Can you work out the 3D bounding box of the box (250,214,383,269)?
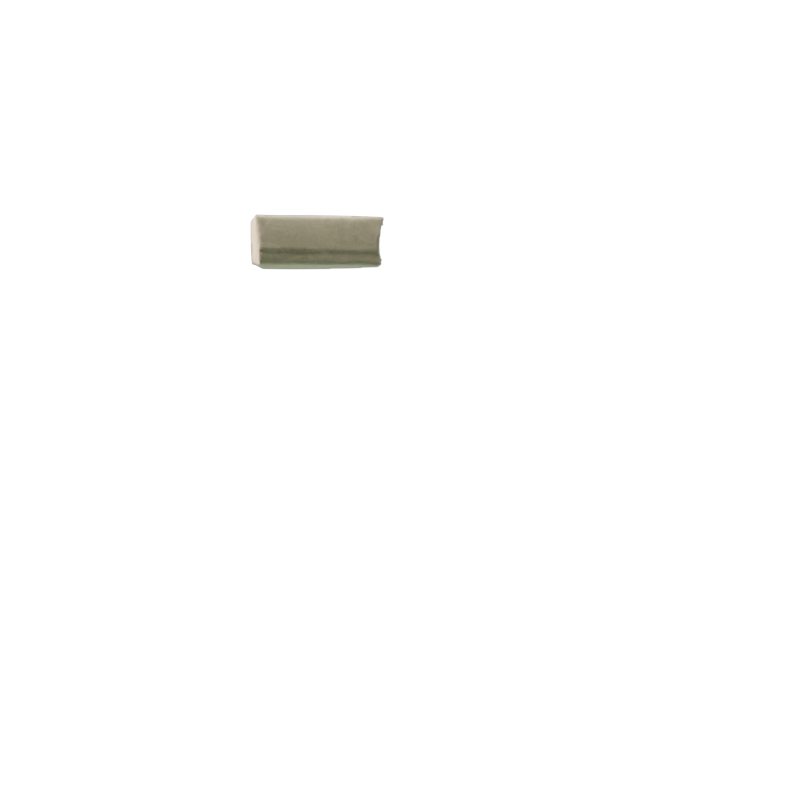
[{"bbox_3d":[-0.064,-0.117,0.816,0.089,0.038,0.116,-1,8,-8],"label":"box"}]
